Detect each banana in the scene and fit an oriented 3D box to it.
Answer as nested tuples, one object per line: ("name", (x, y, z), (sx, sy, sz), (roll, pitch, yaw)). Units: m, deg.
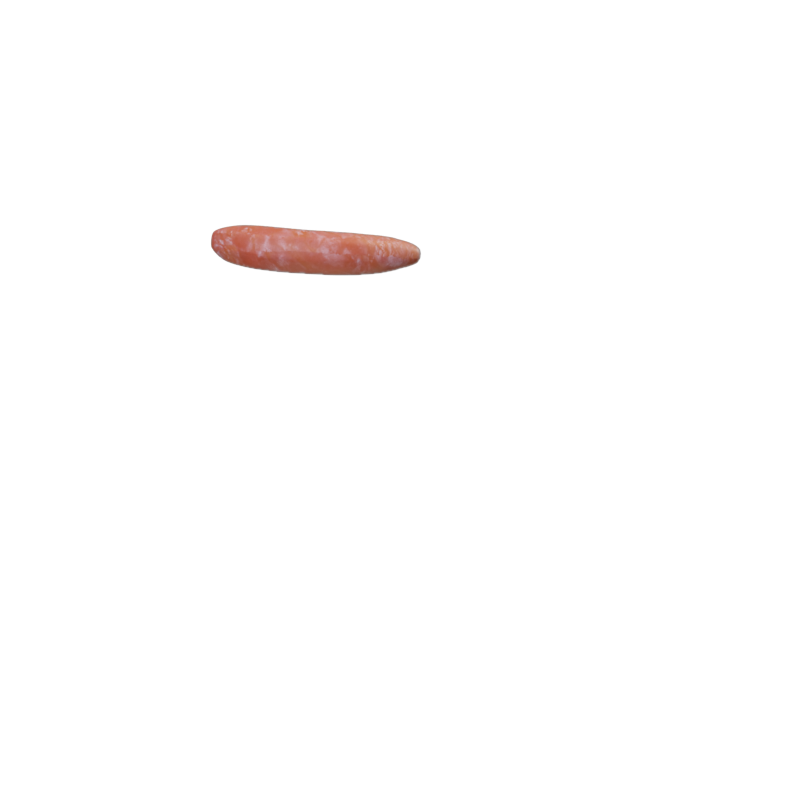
("banana", (-0.085, -0.132, 0.955), (0.203, 0.035, 0.071), (8, 23, 18))
